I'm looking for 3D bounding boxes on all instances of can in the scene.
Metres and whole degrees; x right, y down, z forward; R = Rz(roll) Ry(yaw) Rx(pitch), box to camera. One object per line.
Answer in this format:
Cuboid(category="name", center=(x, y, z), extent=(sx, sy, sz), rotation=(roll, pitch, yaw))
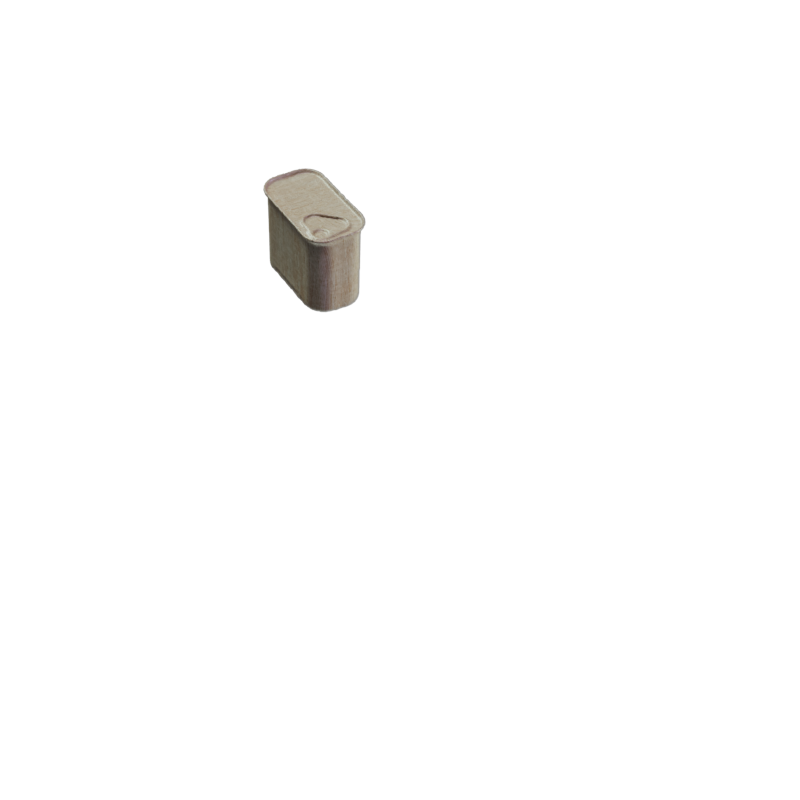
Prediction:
Cuboid(category="can", center=(-0.075, -0.137, 0.959), extent=(0.057, 0.078, 0.110), rotation=(-21, 47, -23))
